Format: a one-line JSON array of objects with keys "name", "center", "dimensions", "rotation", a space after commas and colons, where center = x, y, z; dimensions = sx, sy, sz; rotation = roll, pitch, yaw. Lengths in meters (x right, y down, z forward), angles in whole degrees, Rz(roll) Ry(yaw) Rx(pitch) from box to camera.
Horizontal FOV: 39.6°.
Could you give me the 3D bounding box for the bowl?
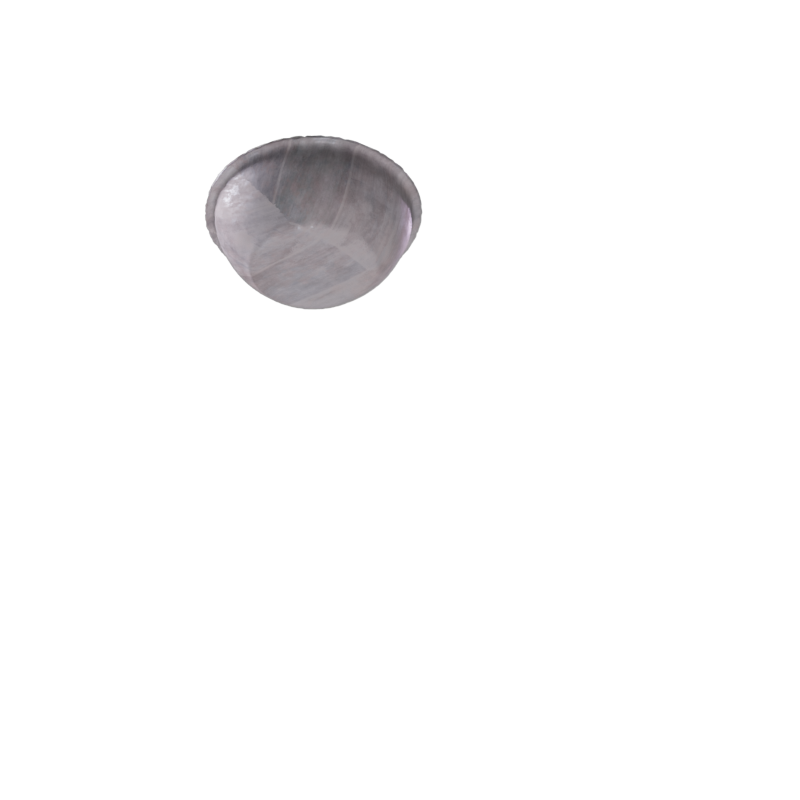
[{"name": "bowl", "center": [-0.063, -0.115, 0.808], "dimensions": [0.162, 0.059, 0.151], "rotation": [1, -38, -1]}]
